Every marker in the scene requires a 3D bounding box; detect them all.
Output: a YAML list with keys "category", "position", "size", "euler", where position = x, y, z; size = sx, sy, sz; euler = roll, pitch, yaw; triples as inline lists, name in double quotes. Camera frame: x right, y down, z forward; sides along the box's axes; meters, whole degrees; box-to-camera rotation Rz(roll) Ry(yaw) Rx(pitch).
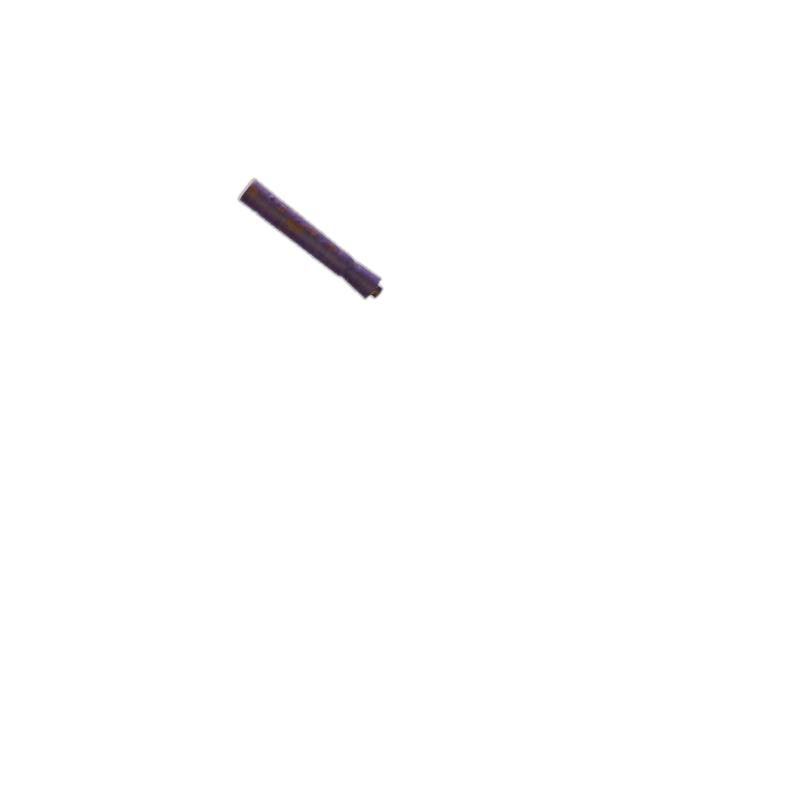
- category: "marker"
  position: [-0.062, -0.112, 0.787]
  size: [0.119, 0.020, 0.020]
  euler: [38, -3, -6]
